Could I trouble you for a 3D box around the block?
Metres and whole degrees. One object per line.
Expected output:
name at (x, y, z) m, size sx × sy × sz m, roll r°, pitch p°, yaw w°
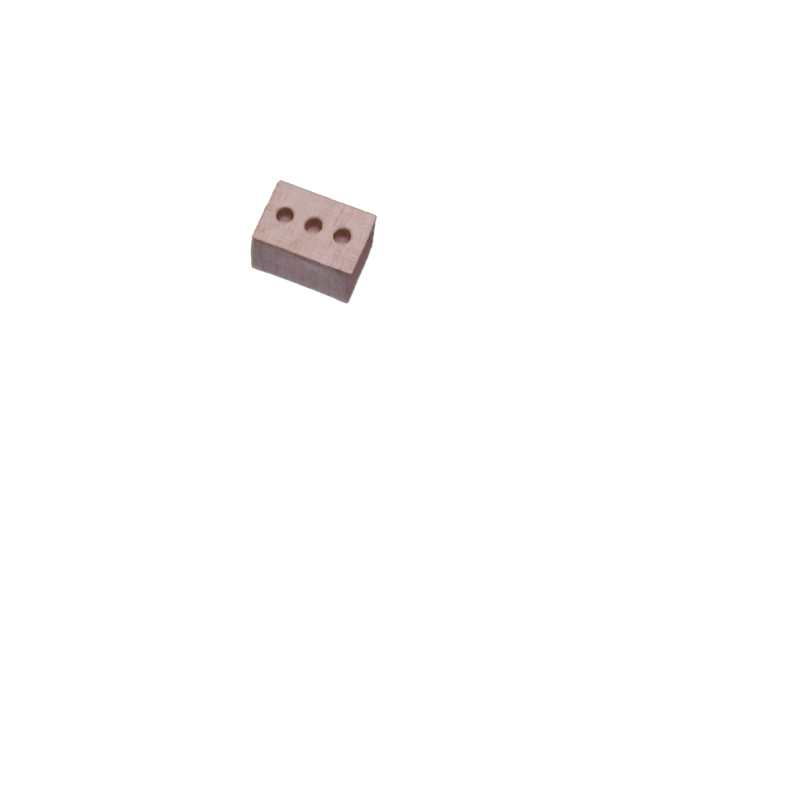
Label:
block at (-0.062, -0.114, 0.796) m, size 0.079 × 0.055 × 0.048 m, roll 20°, pitch -23°, yaw 8°
